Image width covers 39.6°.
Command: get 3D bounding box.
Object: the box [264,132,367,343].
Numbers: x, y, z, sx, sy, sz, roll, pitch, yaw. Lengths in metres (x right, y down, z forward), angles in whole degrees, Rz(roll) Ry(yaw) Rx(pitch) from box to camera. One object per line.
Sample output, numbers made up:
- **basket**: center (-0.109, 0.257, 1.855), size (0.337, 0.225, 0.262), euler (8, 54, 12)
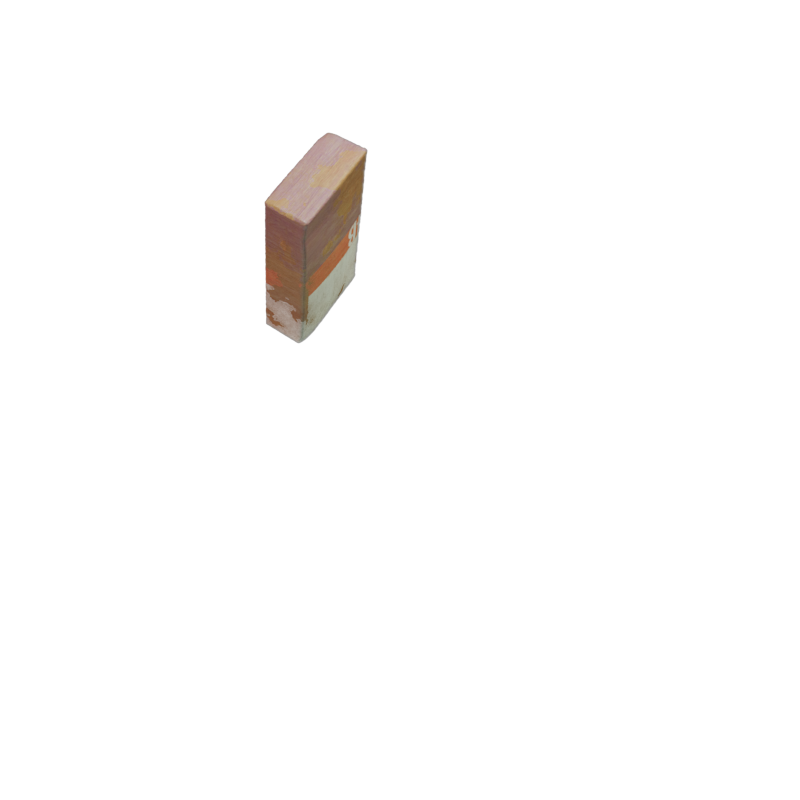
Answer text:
- **box**: center (-0.072, -0.132, 0.924), size (0.050, 0.096, 0.165), euler (27, -31, 13)
